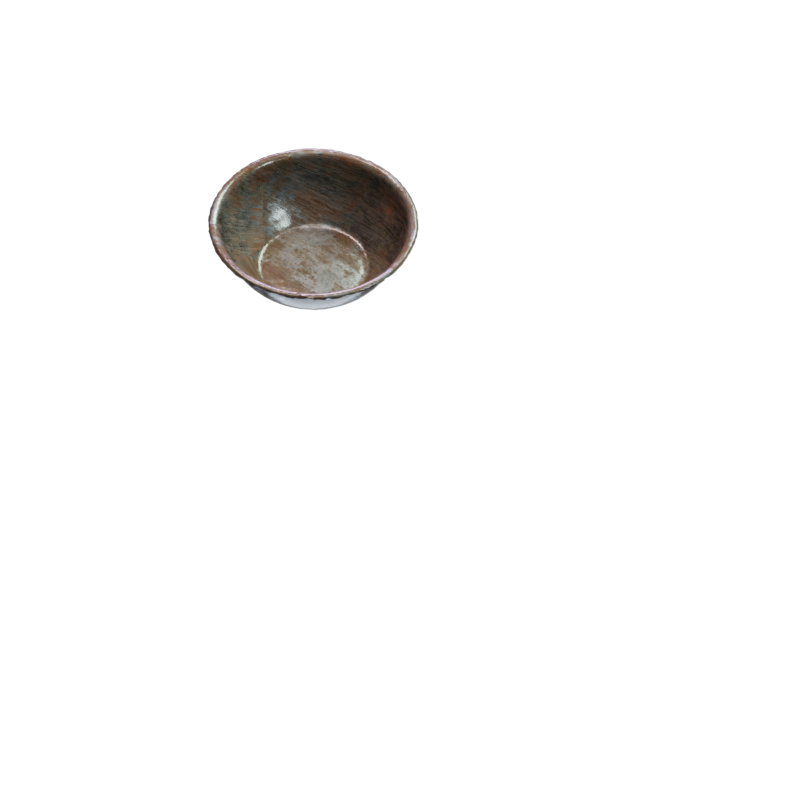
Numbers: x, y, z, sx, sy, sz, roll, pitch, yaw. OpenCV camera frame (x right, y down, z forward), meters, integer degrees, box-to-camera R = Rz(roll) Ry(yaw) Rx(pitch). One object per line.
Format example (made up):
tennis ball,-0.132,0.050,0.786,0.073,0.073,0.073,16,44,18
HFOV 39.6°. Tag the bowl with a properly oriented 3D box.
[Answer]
bowl,-0.068,-0.124,0.870,0.162,0.174,0.051,-1,-40,-1
